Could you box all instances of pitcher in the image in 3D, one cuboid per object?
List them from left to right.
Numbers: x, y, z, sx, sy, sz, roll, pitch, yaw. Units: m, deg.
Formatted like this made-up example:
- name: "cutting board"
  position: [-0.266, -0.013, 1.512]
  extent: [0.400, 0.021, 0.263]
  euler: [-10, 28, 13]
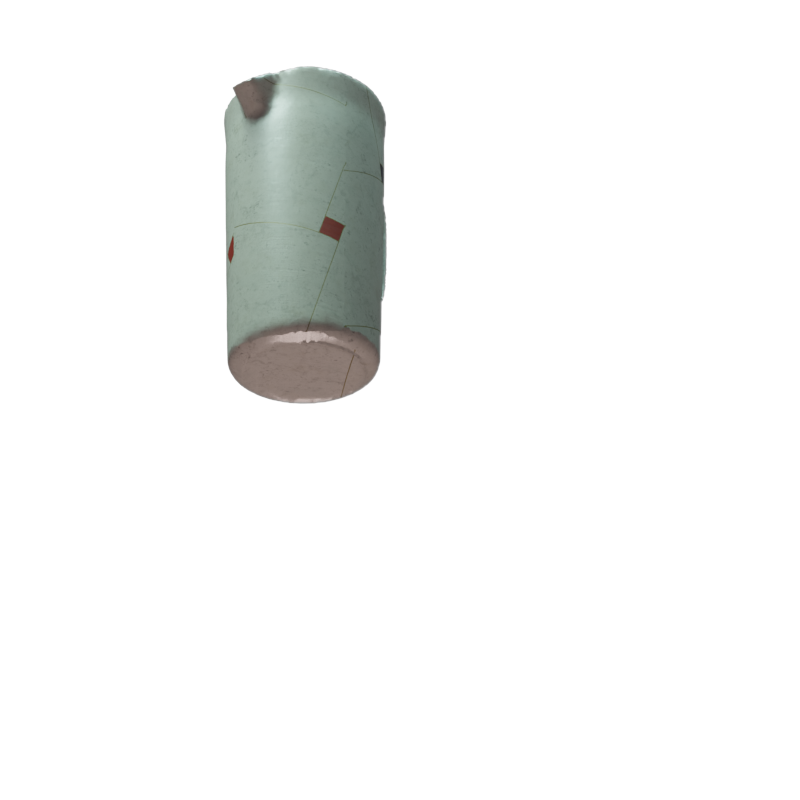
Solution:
- name: "pitcher"
  position: [-0.067, -0.122, 0.852]
  extent: [0.147, 0.260, 0.138]
  euler: [5, -33, -11]
